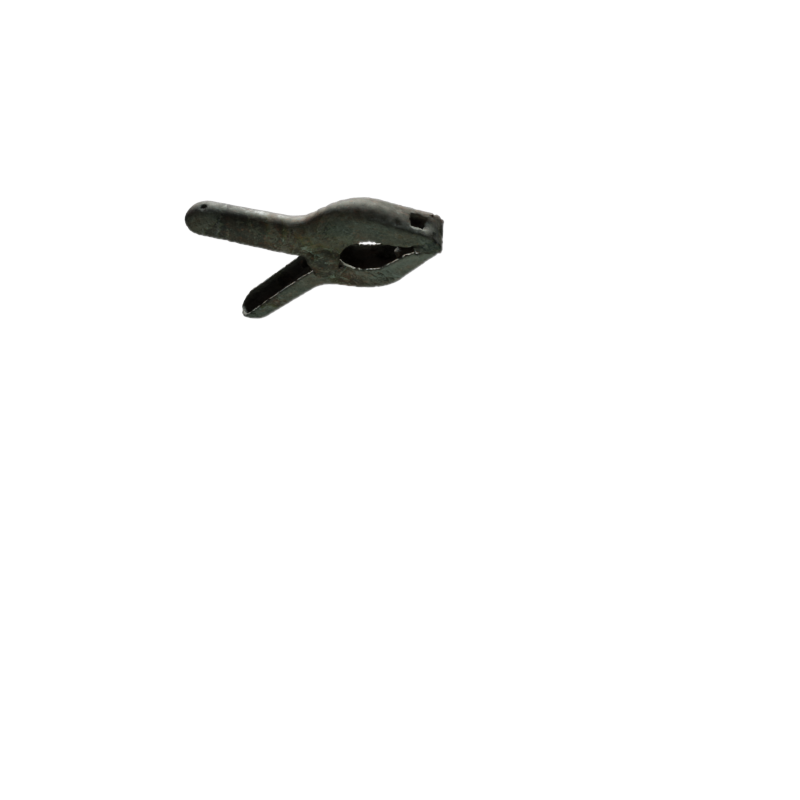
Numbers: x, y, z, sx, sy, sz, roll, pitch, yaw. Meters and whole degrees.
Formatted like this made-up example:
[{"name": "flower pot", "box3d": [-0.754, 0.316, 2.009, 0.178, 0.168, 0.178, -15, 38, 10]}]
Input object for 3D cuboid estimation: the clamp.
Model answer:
[{"name": "clamp", "box3d": [-0.059, -0.108, 0.758, 0.174, 0.042, 0.111, -13, -31, 22]}]
